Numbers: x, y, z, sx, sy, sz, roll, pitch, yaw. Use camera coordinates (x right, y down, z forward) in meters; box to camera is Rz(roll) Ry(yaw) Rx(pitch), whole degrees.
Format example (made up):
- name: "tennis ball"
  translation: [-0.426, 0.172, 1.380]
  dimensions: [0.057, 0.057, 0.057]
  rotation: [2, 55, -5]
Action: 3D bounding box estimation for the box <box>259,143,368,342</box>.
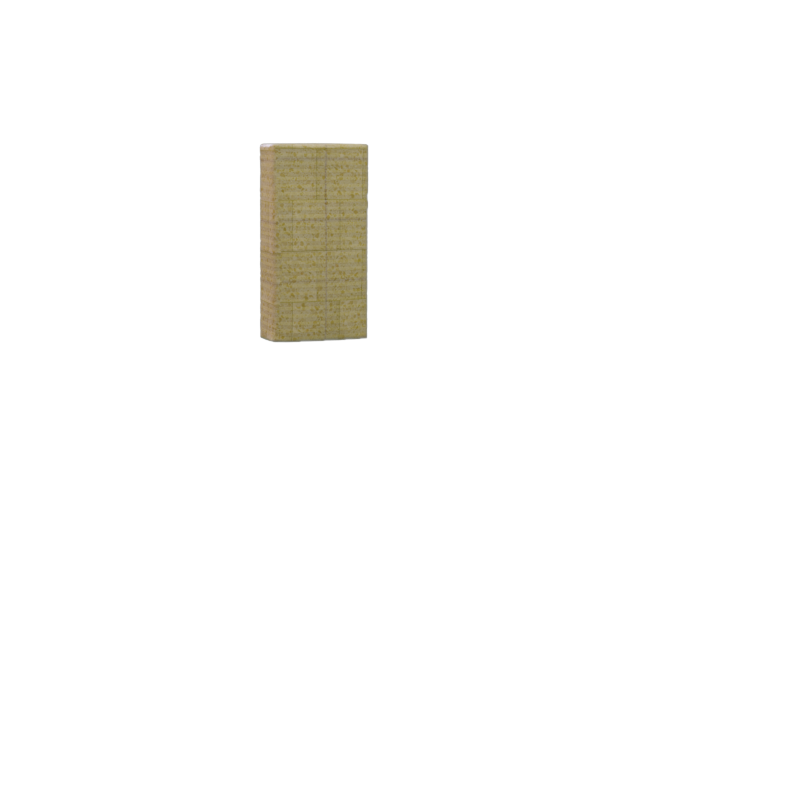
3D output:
- name: "box"
  translation: [-0.078, -0.142, 0.994]
  dimensions: [0.091, 0.175, 0.050]
  rotation: [-2, 4, -23]
